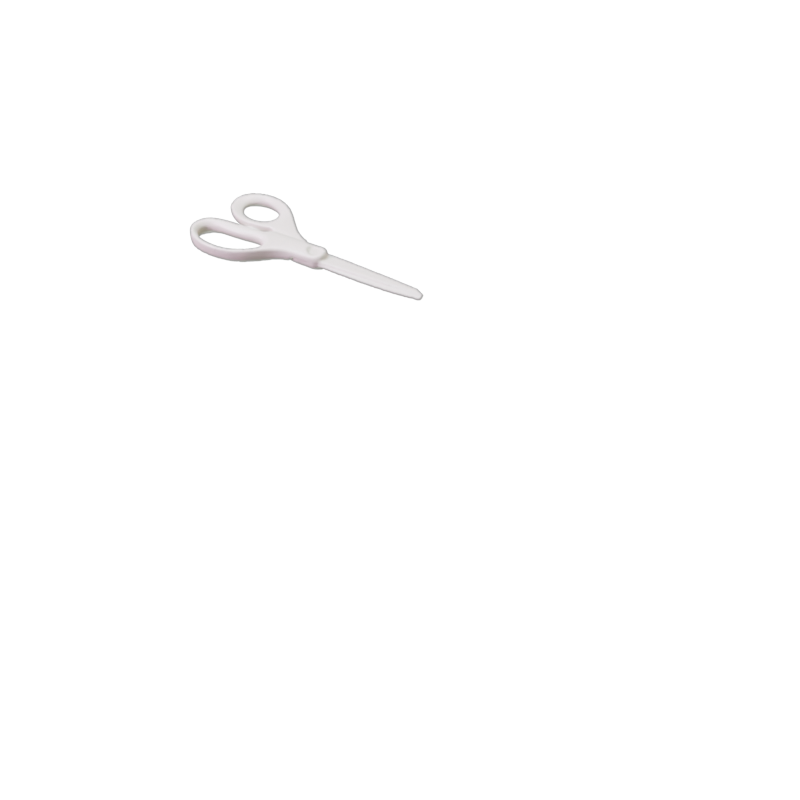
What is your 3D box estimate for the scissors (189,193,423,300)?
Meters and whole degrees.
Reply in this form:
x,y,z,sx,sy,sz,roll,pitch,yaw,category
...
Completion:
x,y,z,sx,sy,sz,roll,pitch,yaw,category
-0.071,-0.129,0.903,0.206,0.015,0.101,11,42,13,scissors
